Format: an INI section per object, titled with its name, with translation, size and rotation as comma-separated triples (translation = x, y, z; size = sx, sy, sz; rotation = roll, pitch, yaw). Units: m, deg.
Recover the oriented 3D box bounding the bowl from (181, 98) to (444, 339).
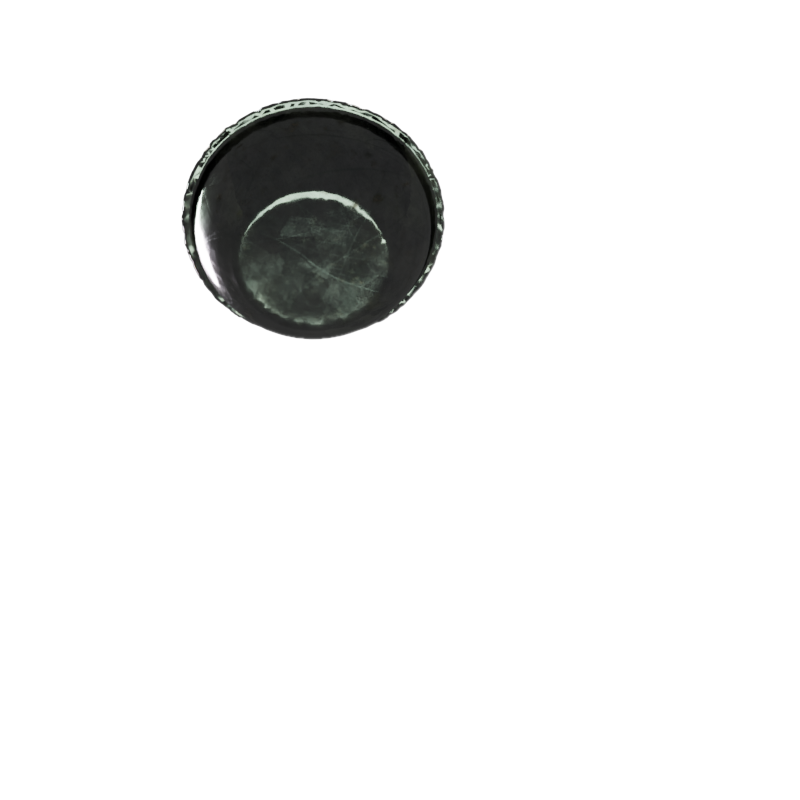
[bowl]
translation = -0.052, -0.094, 0.660
size = 0.162, 0.153, 0.058
rotation = 1, 28, -1
